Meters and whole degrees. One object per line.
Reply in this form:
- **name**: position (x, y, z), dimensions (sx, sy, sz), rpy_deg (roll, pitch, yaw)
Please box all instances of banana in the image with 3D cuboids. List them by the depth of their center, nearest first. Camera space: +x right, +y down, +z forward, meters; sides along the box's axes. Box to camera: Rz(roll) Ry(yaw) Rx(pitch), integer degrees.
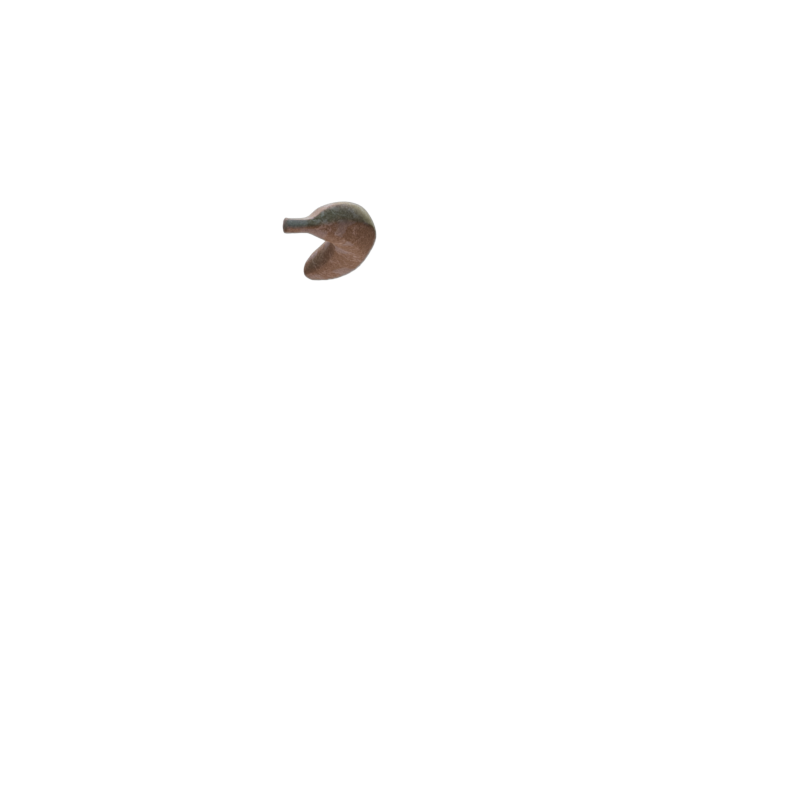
- **banana**: position (-0.054, -0.133, 0.924), dimensions (0.070, 0.038, 0.192), rpy_deg (0, -7, 1)
